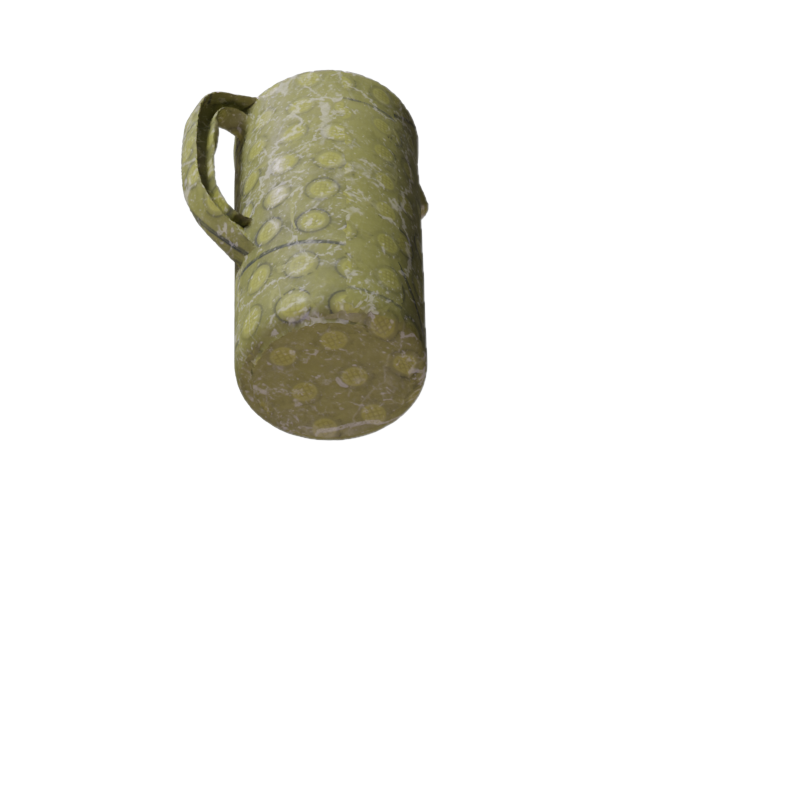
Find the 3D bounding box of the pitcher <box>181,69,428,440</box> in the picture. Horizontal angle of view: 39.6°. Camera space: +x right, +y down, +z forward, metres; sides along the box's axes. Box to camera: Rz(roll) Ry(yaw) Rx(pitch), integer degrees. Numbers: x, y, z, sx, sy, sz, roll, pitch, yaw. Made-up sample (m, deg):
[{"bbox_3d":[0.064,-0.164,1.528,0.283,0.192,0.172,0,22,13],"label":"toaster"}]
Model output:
[{"bbox_3d":[-0.055,-0.100,0.702,0.150,0.134,0.261,-10,41,5],"label":"pitcher"}]
